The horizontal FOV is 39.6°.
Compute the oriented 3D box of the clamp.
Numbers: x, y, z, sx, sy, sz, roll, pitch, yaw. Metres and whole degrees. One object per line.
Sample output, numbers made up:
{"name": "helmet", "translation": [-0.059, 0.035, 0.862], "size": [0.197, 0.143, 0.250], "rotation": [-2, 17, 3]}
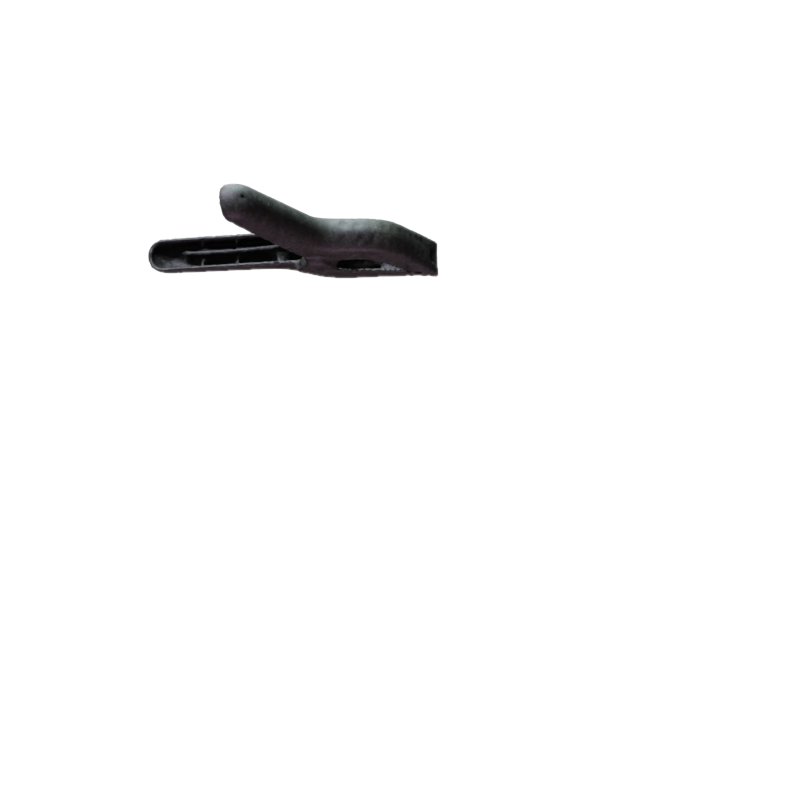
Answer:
{"name": "clamp", "translation": [-0.062, -0.113, 0.789], "size": [0.204, 0.037, 0.164], "rotation": [2, -8, -20]}
